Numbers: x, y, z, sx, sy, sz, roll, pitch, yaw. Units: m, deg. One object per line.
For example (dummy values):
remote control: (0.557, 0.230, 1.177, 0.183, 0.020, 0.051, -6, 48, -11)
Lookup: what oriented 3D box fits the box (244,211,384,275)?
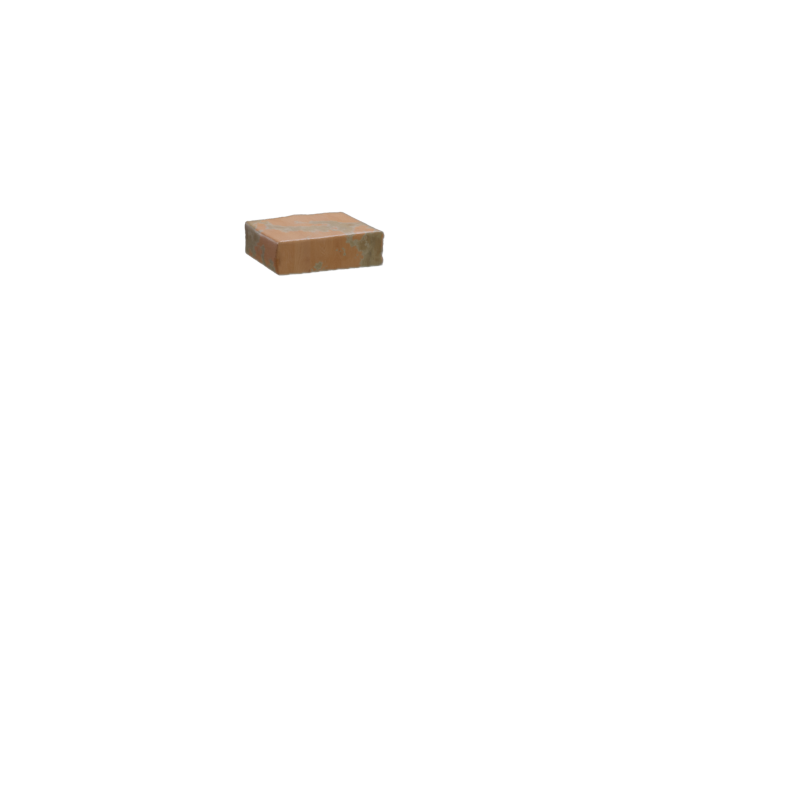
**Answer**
box: (-0.067, -0.123, 0.859, 0.087, 0.029, 0.078, -10, 23, -23)
